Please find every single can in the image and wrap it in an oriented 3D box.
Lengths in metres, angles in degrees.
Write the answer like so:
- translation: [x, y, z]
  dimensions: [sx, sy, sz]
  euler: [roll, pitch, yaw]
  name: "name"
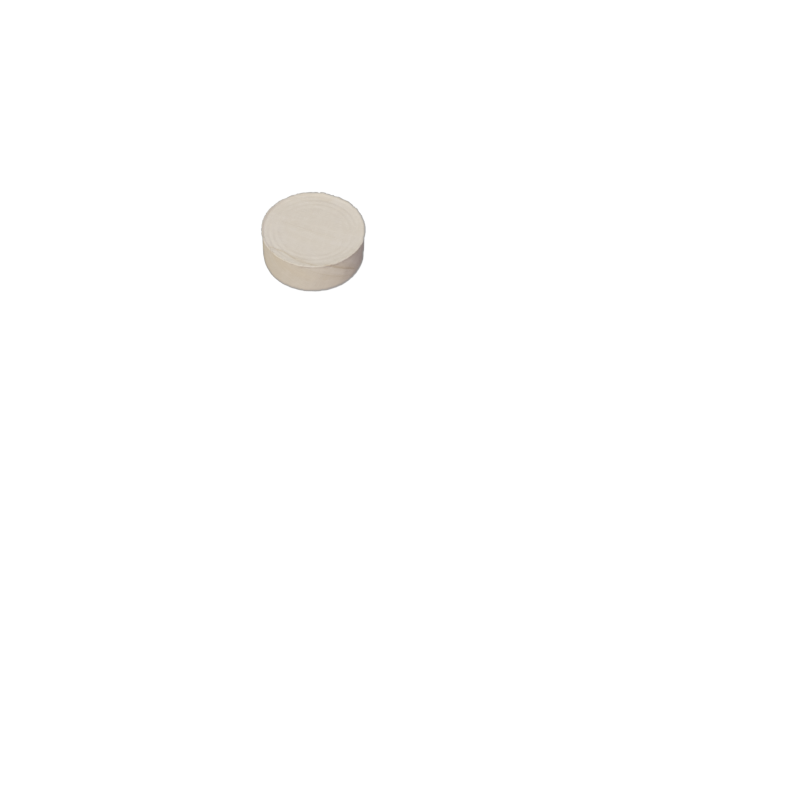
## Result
- translation: [-0.072, -0.131, 0.918]
  dimensions: [0.086, 0.092, 0.031]
  euler: [-1, -40, -1]
  name: "can"
